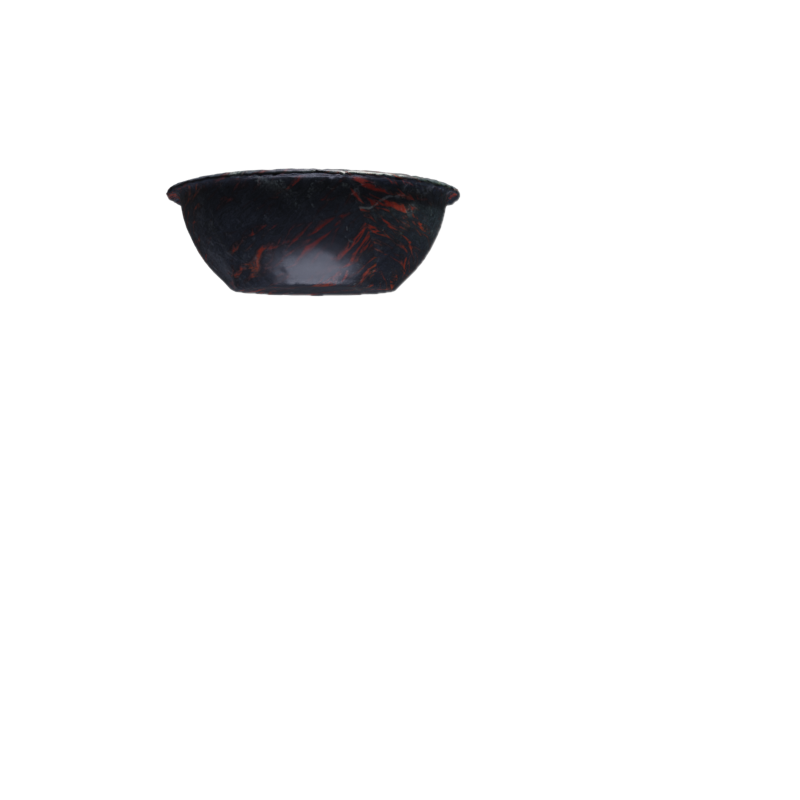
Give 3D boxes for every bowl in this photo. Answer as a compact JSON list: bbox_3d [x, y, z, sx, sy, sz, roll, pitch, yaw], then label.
[{"bbox_3d":[-0.048,-0.087,0.612,0.162,0.055,0.161,0,1,-2],"label":"bowl"}]
